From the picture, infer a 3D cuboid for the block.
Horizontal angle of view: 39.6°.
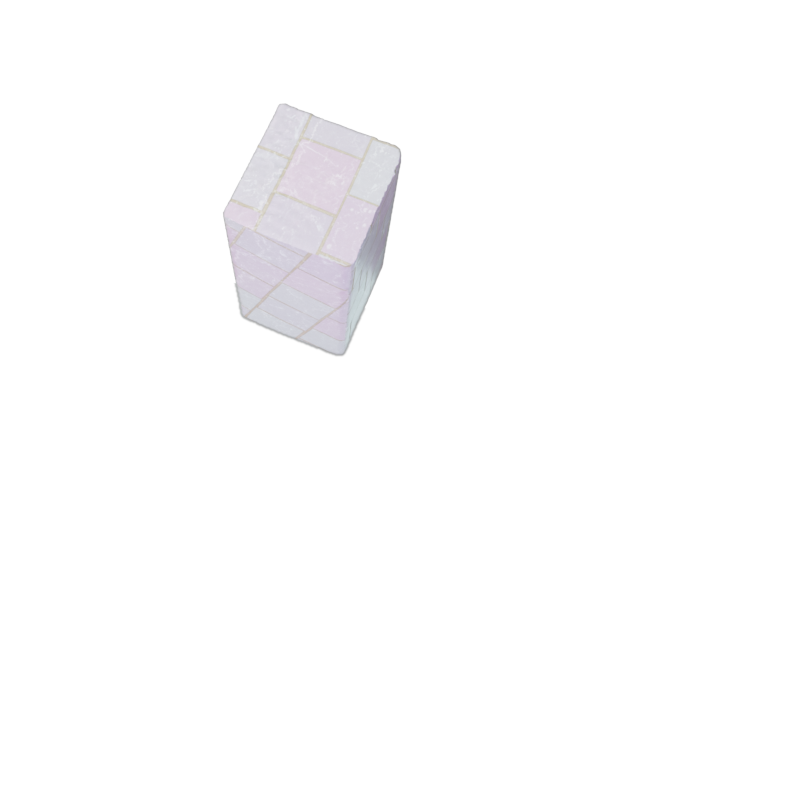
[{"bbox_3d":[-0.062,-0.113,0.793,0.091,0.093,0.198,23,-16,3],"label":"block"}]
